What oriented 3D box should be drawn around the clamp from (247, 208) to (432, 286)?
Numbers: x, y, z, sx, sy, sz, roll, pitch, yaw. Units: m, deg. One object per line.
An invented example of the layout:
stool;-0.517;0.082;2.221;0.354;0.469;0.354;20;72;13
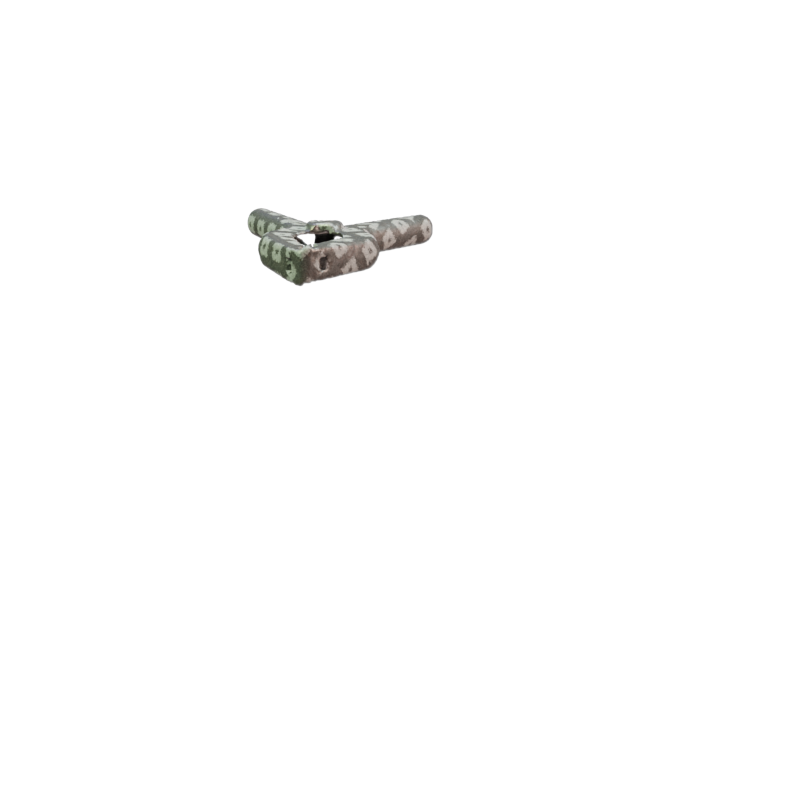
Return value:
clamp;-0.071;-0.129;0.907;0.168;0.035;0.213;4;18;13
